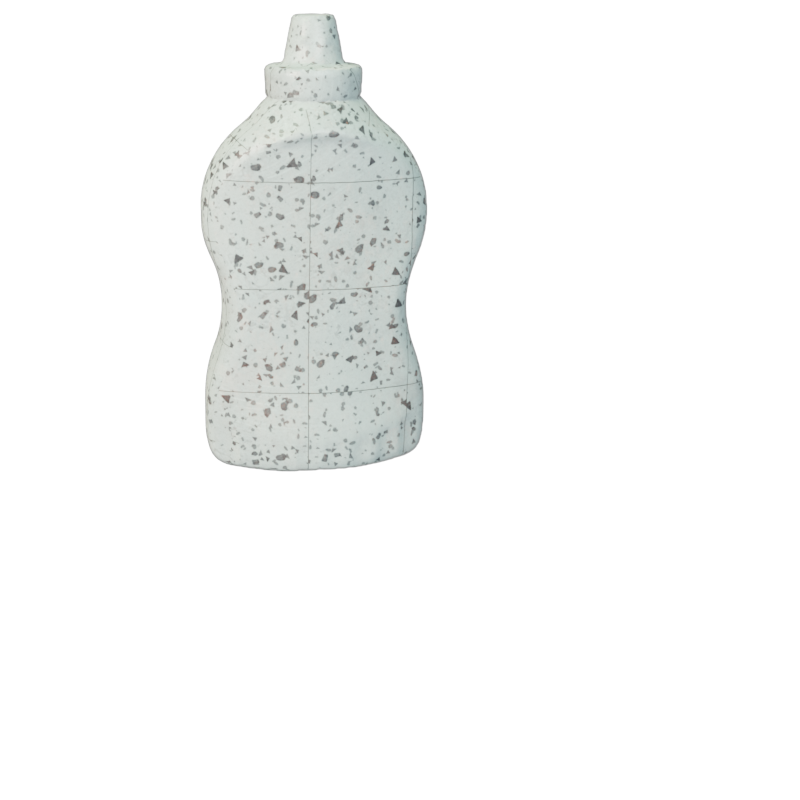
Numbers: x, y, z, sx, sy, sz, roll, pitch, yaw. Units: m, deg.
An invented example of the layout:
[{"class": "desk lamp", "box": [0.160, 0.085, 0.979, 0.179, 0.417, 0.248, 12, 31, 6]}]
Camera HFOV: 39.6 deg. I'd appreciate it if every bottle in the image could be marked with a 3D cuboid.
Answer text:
[{"class": "bottle", "box": [-0.037, -0.068, 0.477, 0.095, 0.185, 0.061, -1, 16, -7]}]
